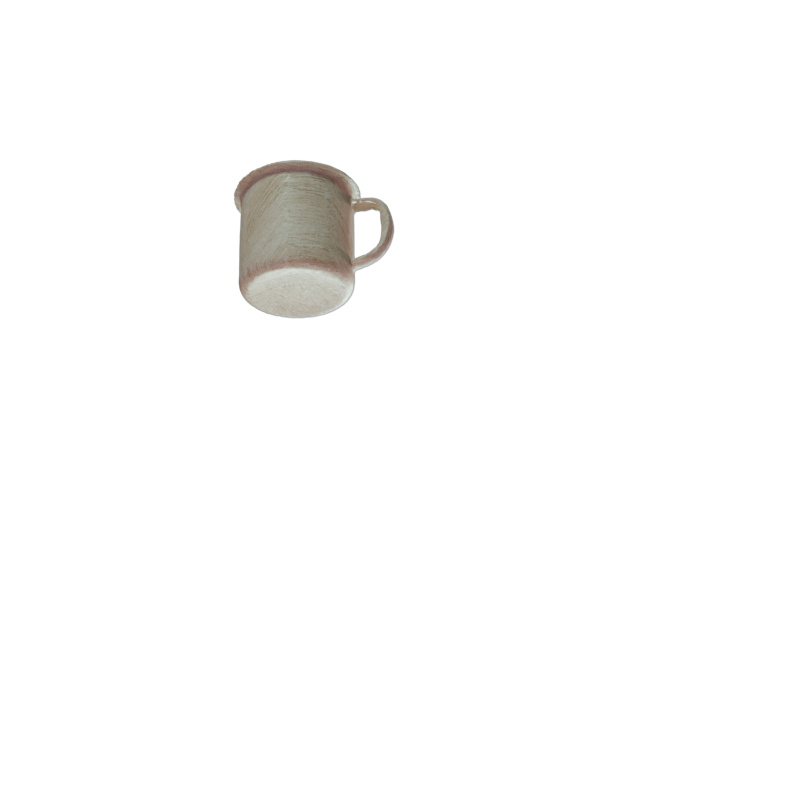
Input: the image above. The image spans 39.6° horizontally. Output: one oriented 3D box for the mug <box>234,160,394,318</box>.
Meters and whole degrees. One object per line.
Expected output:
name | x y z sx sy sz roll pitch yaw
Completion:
mug | -0.062 -0.112 0.787 0.118 0.087 0.086 -7 -29 11
